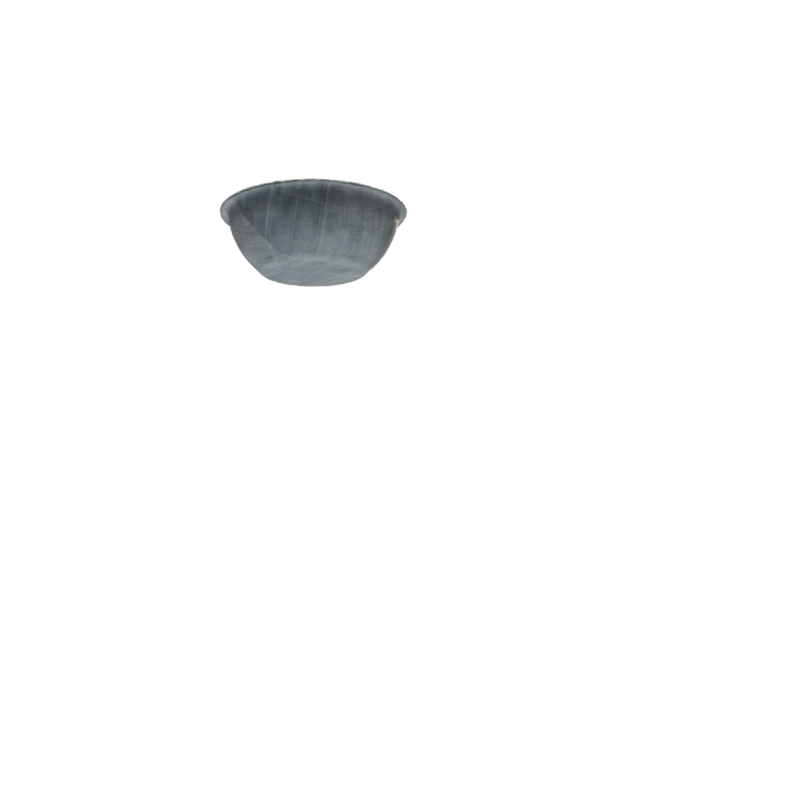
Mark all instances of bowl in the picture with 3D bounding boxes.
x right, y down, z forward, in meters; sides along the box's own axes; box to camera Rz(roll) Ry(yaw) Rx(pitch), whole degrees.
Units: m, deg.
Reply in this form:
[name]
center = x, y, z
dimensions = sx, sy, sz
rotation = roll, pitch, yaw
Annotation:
[bowl]
center = -0.074, -0.135, 0.947
dimensions = 0.162, 0.057, 0.157
rotation = 0, -12, -2
